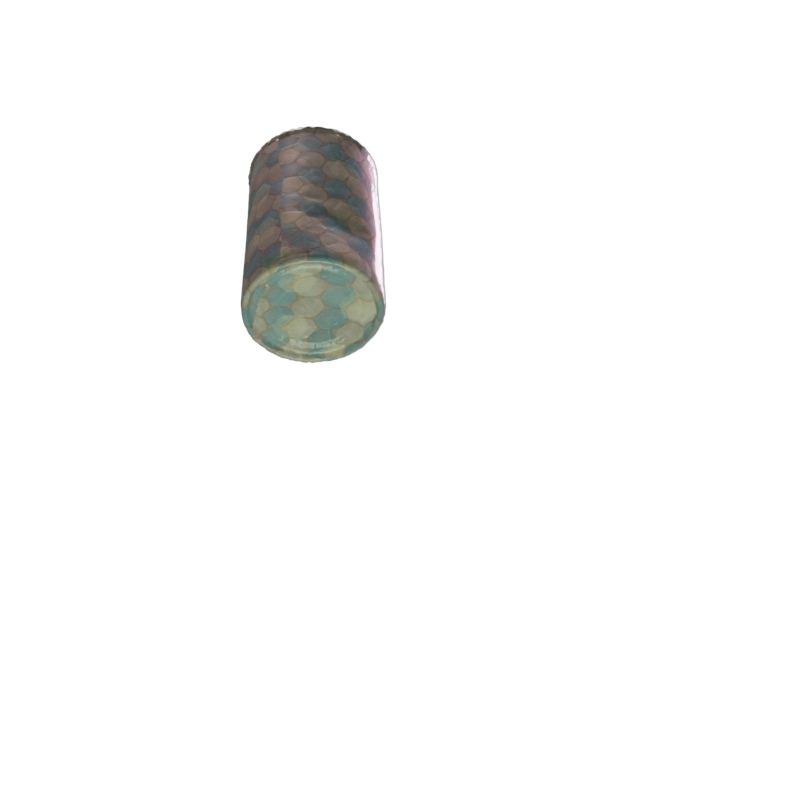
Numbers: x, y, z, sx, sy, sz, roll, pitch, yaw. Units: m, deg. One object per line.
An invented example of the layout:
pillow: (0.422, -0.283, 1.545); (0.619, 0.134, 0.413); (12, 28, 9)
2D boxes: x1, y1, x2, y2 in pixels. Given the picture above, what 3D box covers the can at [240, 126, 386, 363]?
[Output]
can: (-0.042, -0.077, 0.542); (0.068, 0.064, 0.110); (-1, 44, -3)
